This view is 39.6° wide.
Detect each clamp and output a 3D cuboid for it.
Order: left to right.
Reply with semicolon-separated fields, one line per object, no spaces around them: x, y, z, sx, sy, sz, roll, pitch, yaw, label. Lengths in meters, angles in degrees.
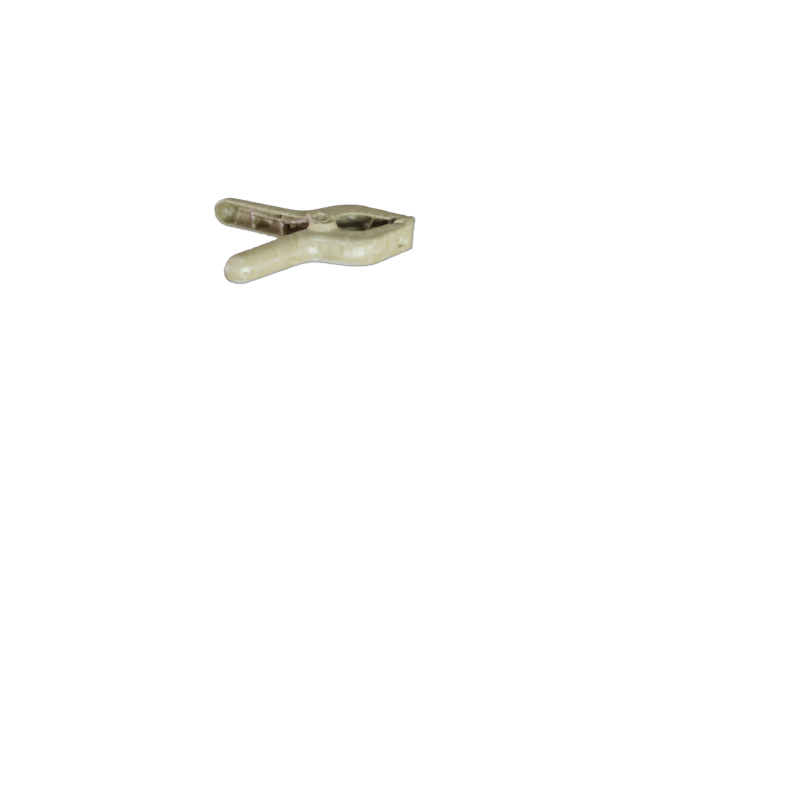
-0.072;-0.130;0.914;0.171;0.037;0.129;-1;39;-1;clamp
